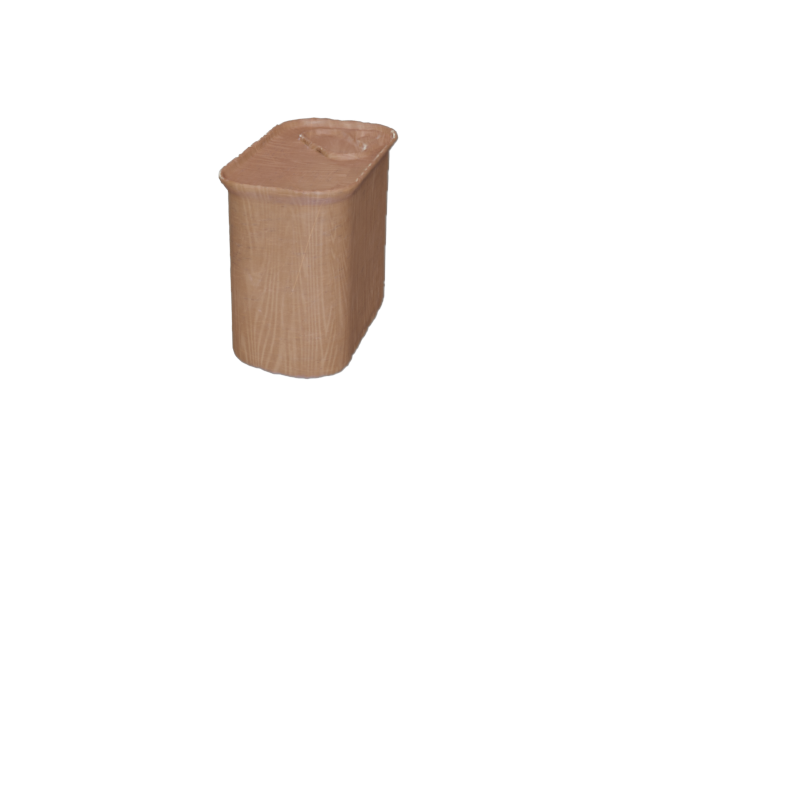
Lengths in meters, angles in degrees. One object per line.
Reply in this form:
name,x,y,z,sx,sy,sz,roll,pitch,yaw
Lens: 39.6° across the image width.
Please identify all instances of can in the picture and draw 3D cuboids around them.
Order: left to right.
can,-0.038,-0.069,0.484,0.059,0.079,0.105,7,27,12
